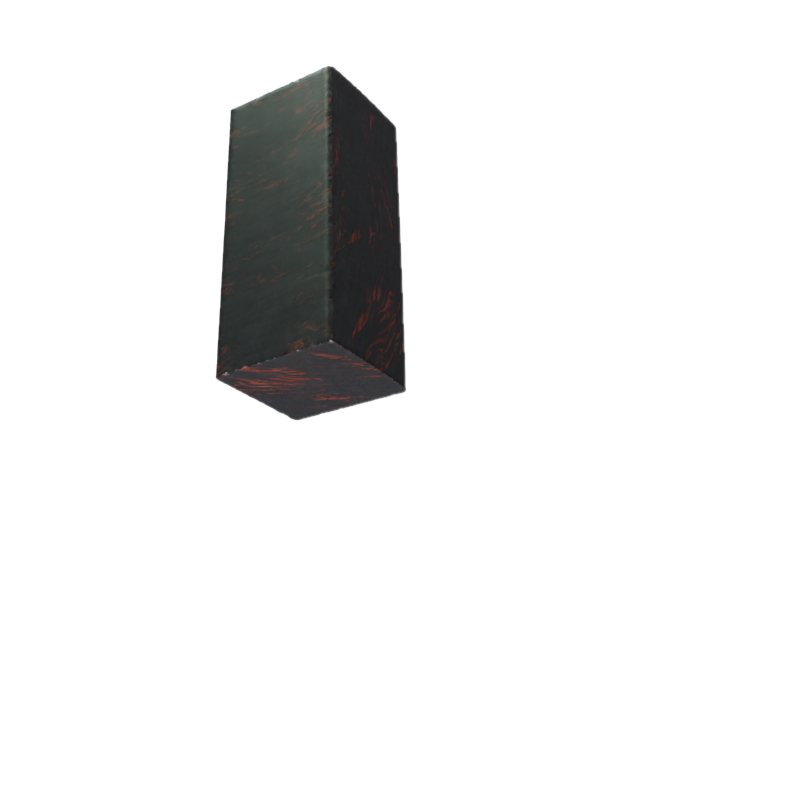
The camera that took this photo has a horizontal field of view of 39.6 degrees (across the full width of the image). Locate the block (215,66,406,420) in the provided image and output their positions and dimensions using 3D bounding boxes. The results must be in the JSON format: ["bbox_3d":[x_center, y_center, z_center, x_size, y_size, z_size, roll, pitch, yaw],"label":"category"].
[{"bbox_3d":[-0.057,-0.106,0.741,0.092,0.219,0.084,-18,-32,28],"label":"block"}]
